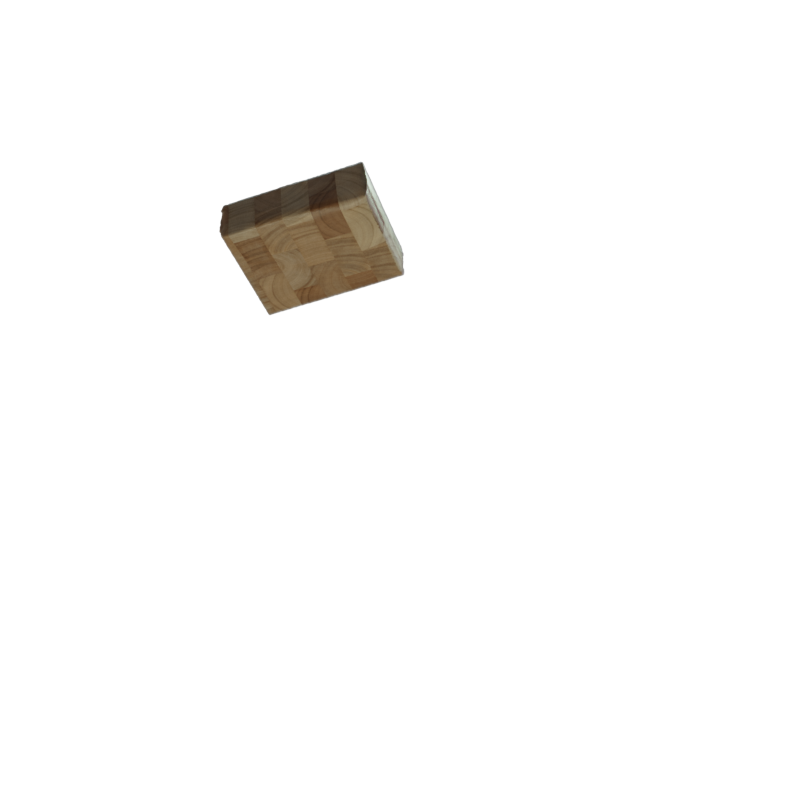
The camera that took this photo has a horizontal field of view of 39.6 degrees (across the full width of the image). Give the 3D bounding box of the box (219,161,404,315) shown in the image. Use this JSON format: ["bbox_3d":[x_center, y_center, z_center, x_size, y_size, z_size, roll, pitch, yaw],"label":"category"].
[{"bbox_3d":[-0.064,-0.116,0.814,0.114,0.042,0.083,-14,-44,14],"label":"box"}]
